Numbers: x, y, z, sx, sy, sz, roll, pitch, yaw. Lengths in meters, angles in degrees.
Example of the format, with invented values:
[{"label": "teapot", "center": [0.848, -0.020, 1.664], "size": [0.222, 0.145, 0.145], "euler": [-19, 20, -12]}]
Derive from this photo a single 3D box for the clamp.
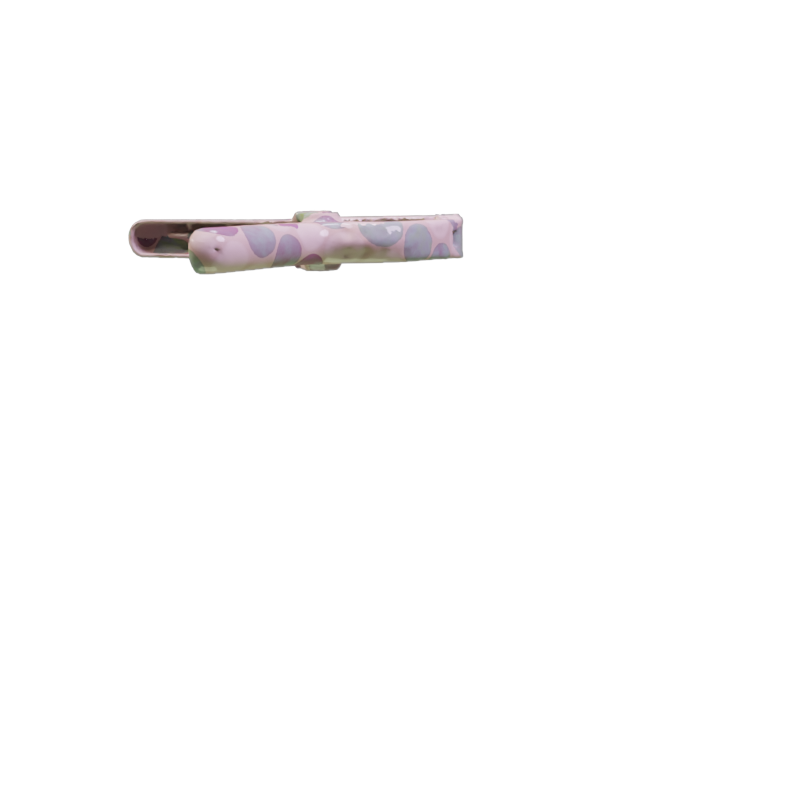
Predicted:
[{"label": "clamp", "center": [-0.053, -0.096, 0.674], "size": [0.206, 0.036, 0.171], "euler": [-3, 12, -16]}]
